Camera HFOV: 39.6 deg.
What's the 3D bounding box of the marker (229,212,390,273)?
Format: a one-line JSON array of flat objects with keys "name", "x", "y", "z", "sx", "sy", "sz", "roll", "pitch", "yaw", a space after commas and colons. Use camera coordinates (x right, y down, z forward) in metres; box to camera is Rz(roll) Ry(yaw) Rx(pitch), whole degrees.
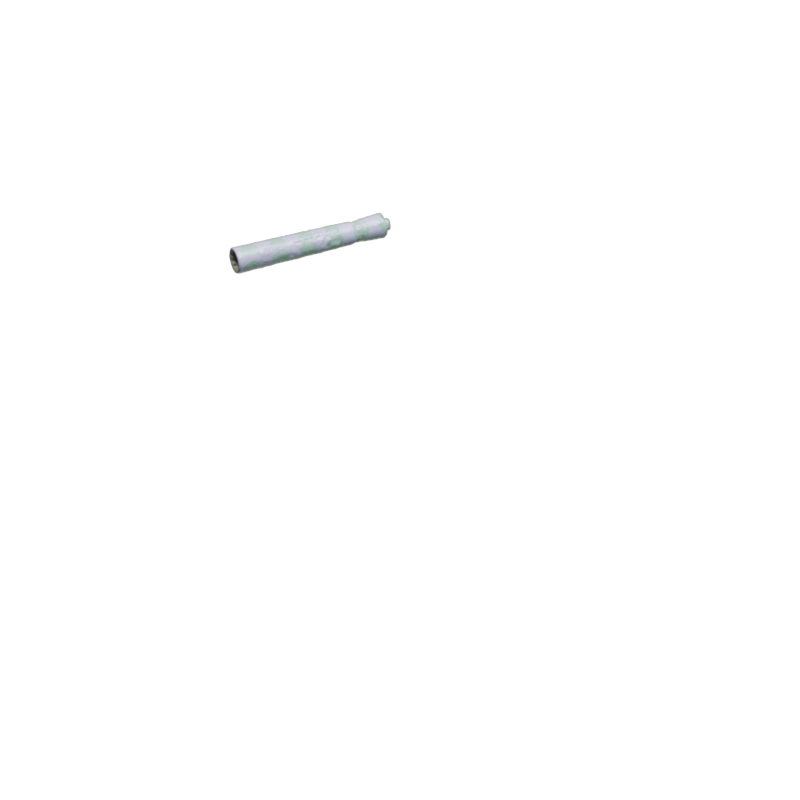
[{"name": "marker", "x": -0.061, "y": -0.112, "z": 0.782, "sx": 0.119, "sy": 0.019, "sz": 0.020, "roll": -17, "pitch": 11, "yaw": -22}]
